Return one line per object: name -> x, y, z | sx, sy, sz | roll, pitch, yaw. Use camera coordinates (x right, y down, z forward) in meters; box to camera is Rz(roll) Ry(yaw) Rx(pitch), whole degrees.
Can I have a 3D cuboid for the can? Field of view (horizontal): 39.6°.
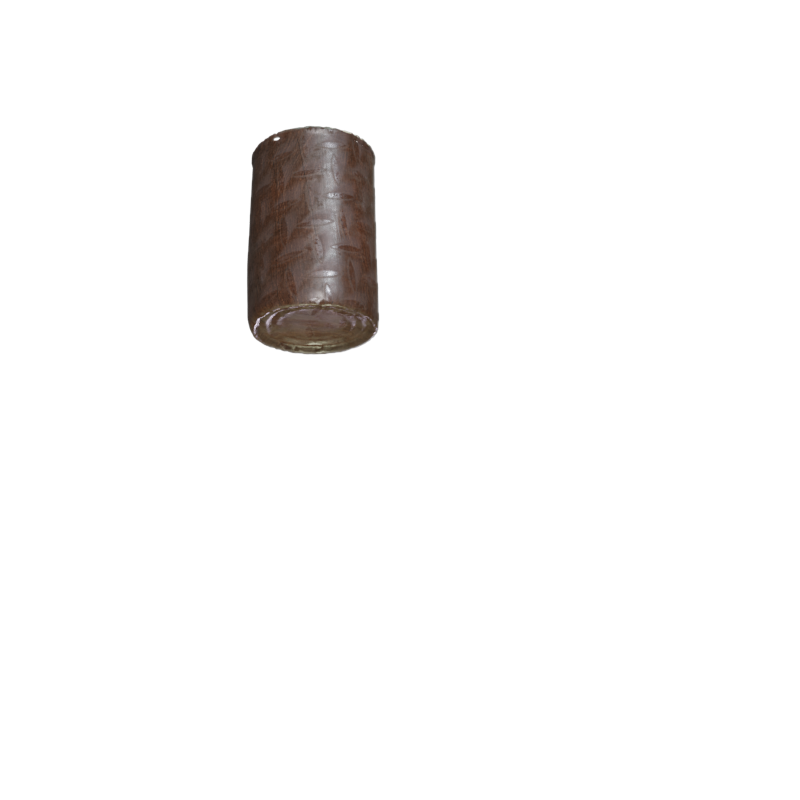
can -> -0.046, -0.083, 0.584 | 0.068, 0.108, 0.065 | 0, -25, -2
